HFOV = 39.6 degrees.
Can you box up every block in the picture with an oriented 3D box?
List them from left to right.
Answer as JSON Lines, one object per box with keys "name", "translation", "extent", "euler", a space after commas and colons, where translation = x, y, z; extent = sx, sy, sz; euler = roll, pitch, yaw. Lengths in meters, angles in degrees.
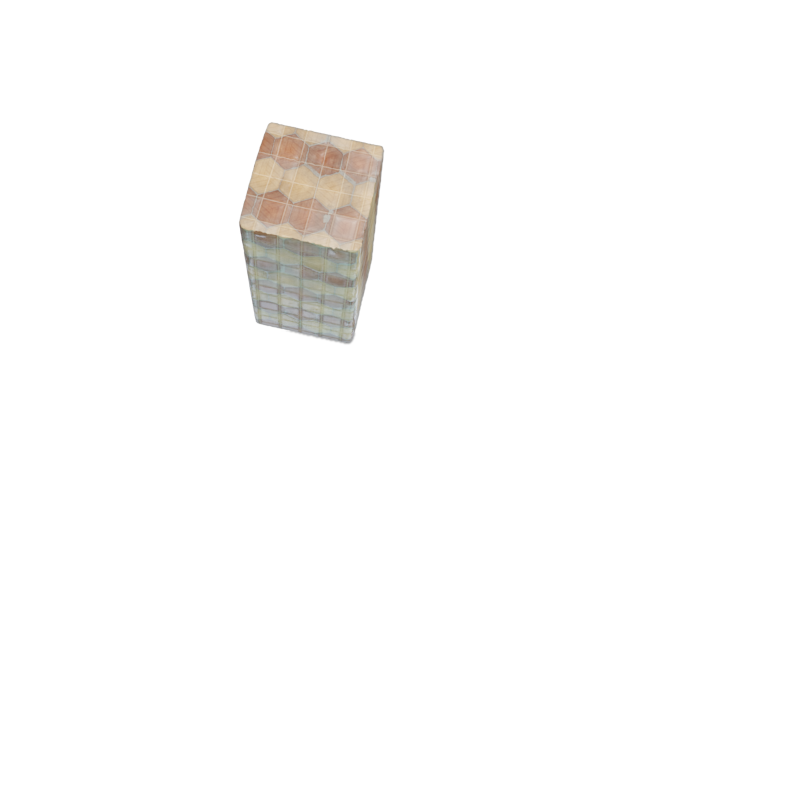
{"name": "block", "translation": [-0.070, -0.126, 0.889], "extent": [0.091, 0.094, 0.197], "euler": [13, -18, 0]}
